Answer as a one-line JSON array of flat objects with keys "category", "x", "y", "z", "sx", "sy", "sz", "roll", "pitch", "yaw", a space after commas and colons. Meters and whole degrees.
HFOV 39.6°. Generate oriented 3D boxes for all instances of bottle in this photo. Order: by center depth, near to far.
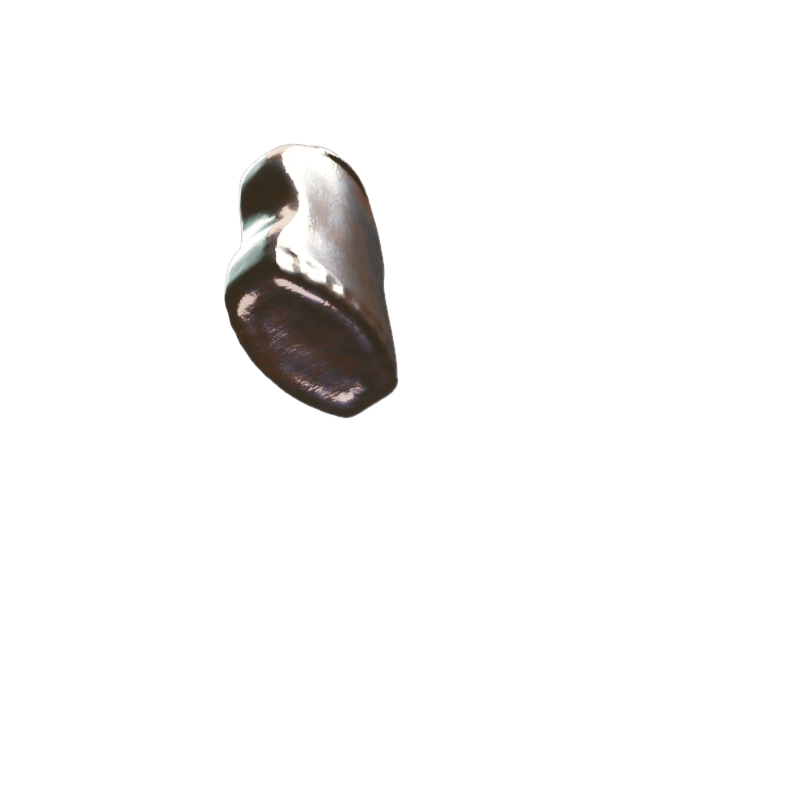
[{"category": "bottle", "x": -0.047, "y": -0.084, "z": 0.592, "sx": 0.058, "sy": 0.205, "sz": 0.090, "roll": -36, "pitch": -59, "yaw": 22}]
